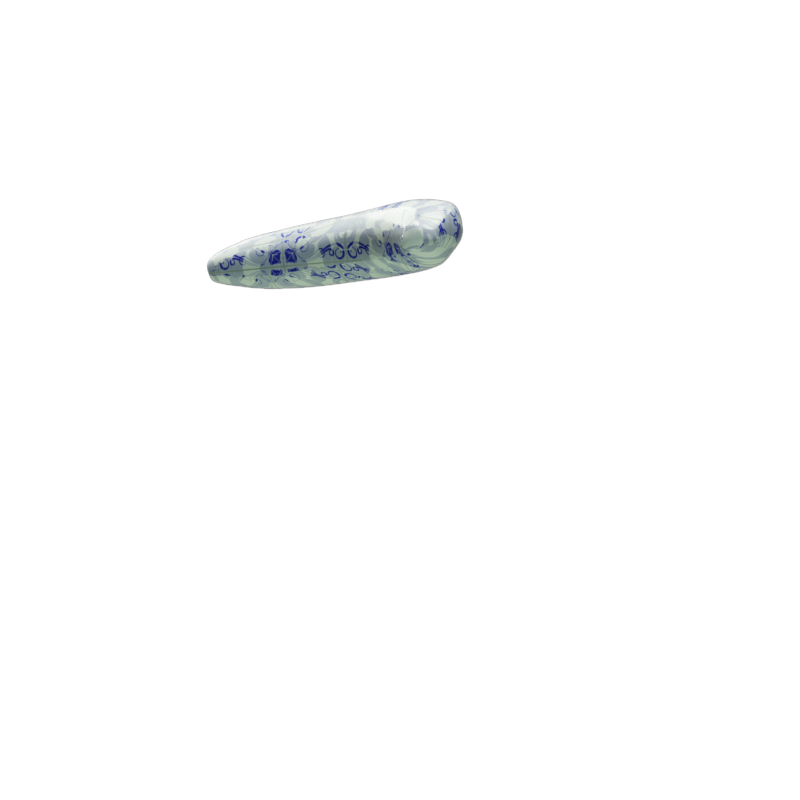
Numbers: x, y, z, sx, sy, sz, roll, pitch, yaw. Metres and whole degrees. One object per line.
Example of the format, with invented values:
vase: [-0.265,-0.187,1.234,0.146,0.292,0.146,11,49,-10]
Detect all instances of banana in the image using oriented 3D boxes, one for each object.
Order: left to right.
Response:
banana: [-0.029,-0.083,0.589,0.067,0.037,0.203,2,-2,-37]
